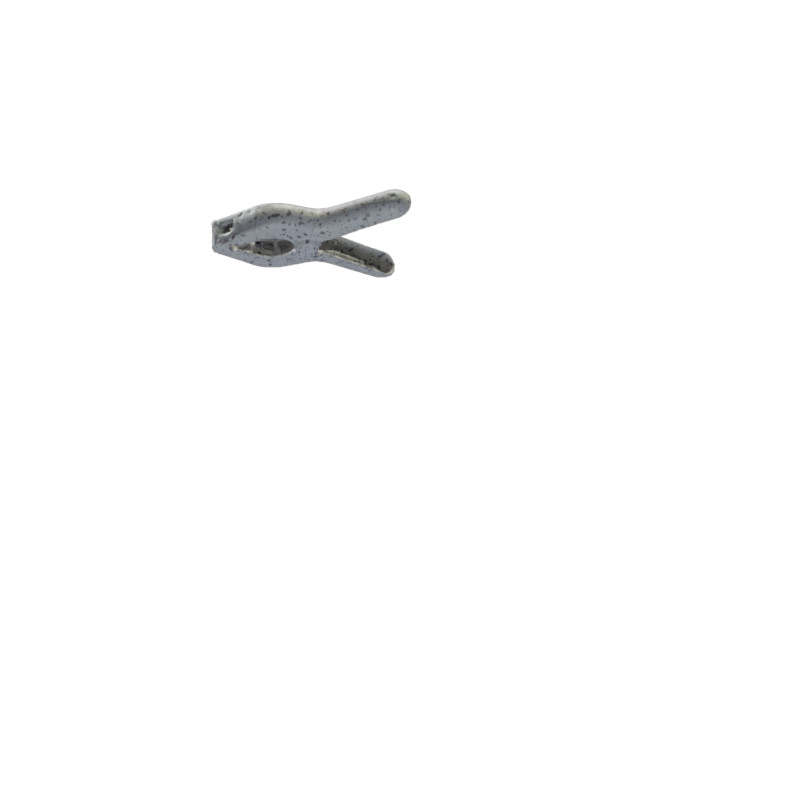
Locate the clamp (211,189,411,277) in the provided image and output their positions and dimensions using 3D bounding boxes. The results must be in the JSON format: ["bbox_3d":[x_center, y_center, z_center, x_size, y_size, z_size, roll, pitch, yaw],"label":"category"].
[{"bbox_3d":[-0.076,-0.138,0.965,0.172,0.042,0.112,-2,-32,3],"label":"clamp"}]
